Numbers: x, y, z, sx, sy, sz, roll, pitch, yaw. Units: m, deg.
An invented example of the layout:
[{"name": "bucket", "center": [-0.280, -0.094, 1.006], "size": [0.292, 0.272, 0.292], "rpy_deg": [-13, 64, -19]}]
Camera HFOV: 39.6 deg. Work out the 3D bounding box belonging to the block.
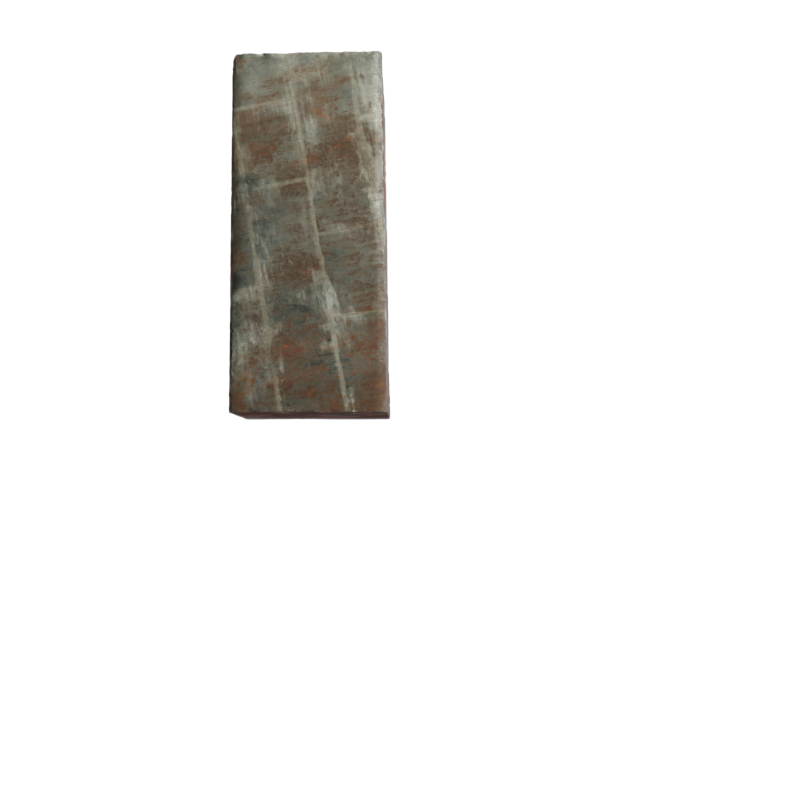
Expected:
[{"name": "block", "center": [-0.052, -0.094, 0.662], "size": [0.090, 0.212, 0.088], "rpy_deg": [-1, -10, 1]}]
